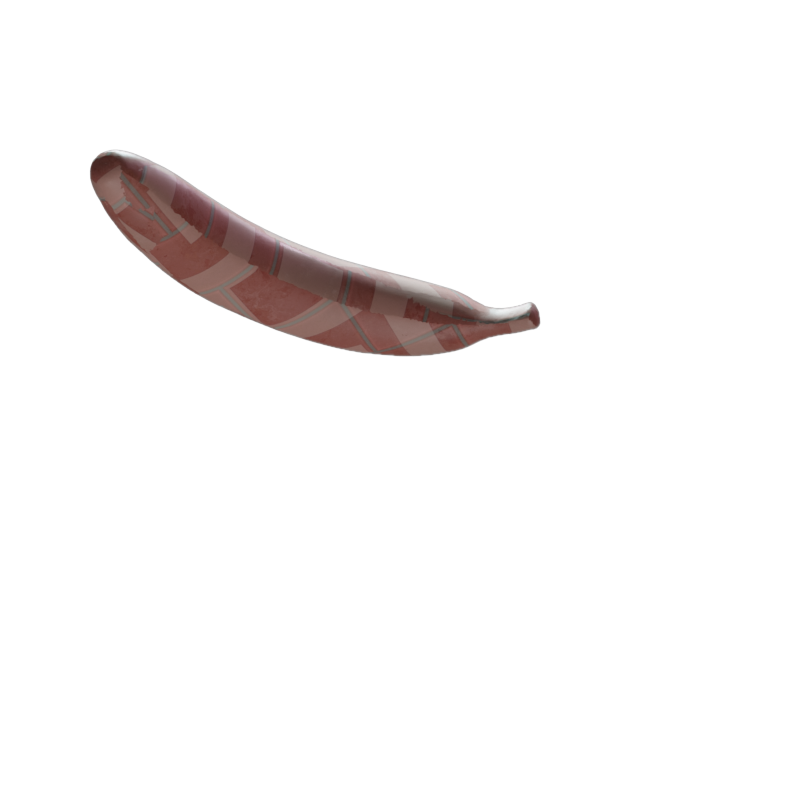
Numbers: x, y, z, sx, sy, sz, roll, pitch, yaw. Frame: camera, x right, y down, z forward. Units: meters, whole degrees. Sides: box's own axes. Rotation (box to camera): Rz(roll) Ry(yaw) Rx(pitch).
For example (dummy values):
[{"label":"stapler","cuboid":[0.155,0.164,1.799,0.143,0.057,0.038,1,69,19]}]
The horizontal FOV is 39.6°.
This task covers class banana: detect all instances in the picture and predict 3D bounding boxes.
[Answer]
[{"label":"banana","cuboid":[-0.041,-0.055,0.460,0.190,0.039,0.068,16,-37,-23]}]
